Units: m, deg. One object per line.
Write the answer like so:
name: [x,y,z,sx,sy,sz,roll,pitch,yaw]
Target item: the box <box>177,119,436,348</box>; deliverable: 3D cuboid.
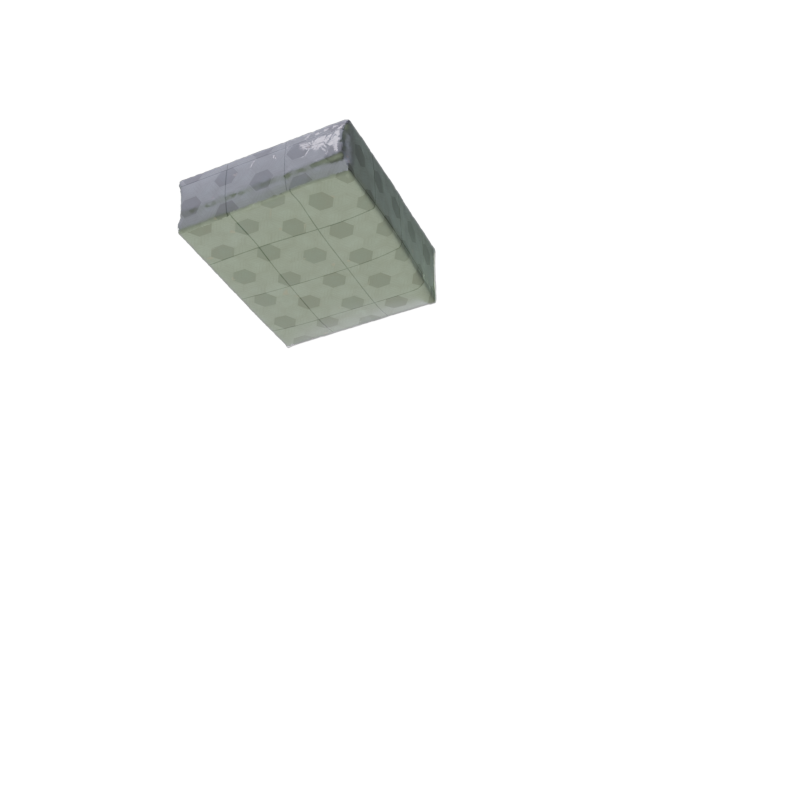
box: [-0.042,-0.077,0.542,0.091,0.042,0.105,-15,-38,19]
